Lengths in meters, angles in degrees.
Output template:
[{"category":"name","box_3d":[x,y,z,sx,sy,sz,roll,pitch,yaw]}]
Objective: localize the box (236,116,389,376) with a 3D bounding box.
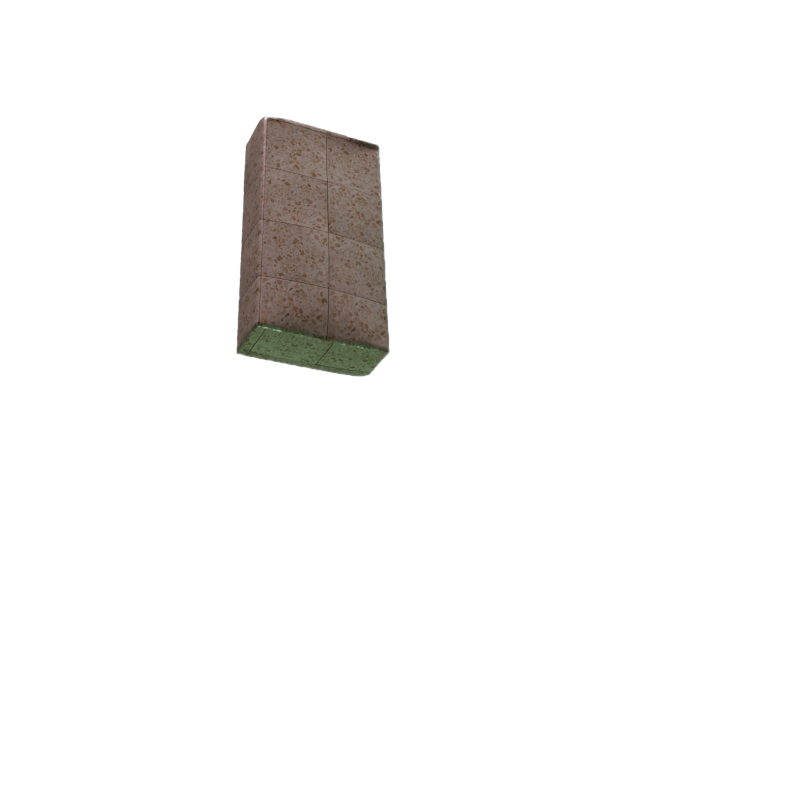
[{"category":"box","box_3d":[-0.059,-0.107,0.750,0.090,0.188,0.046,11,-34,-21]}]
